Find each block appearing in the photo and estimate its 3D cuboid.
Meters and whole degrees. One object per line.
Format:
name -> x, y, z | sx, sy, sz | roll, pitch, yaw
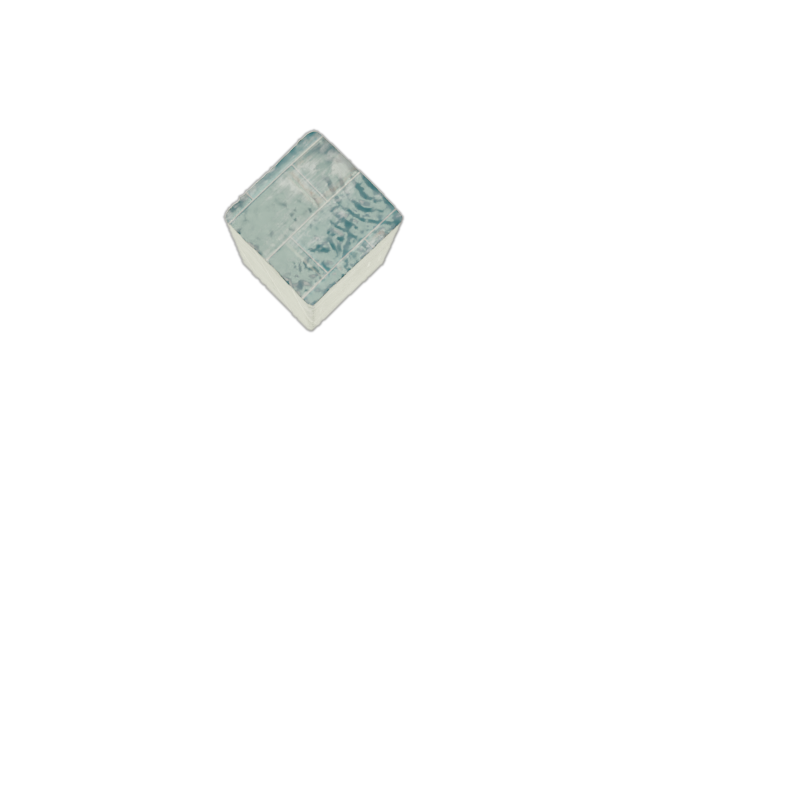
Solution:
block -> -0.067, -0.122, 0.848 | 0.091, 0.091, 0.204 | -45, 1, -4
